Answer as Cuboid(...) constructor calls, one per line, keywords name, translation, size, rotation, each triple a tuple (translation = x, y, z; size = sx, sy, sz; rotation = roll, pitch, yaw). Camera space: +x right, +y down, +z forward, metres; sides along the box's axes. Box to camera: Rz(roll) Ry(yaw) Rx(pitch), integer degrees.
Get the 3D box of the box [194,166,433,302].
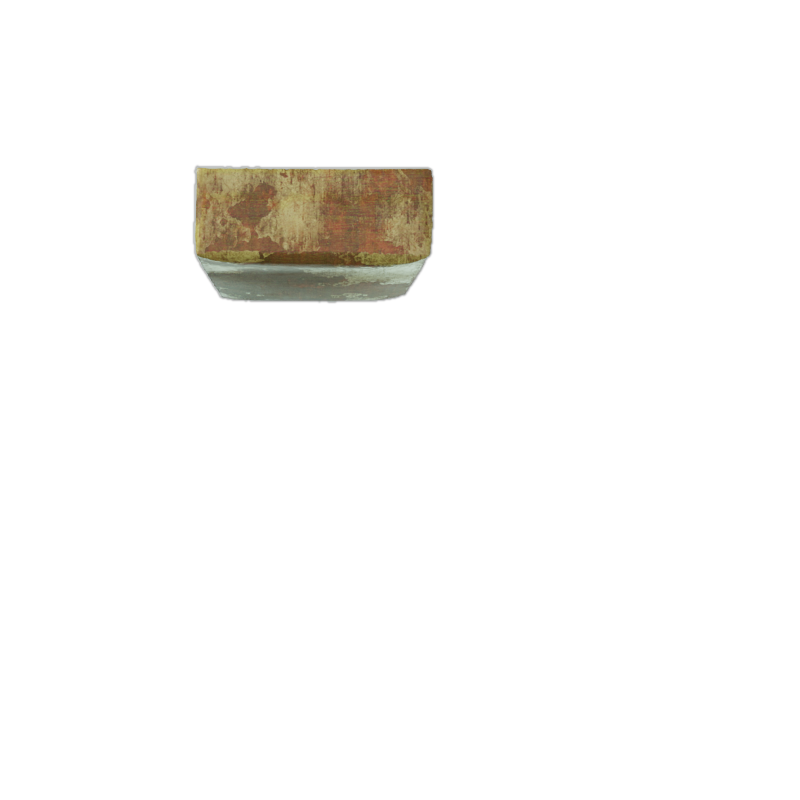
Cuboid(name="box", translation=(-0.067, -0.122, 0.854), size=(0.164, 0.073, 0.211), rotation=(0, -3, -3))
